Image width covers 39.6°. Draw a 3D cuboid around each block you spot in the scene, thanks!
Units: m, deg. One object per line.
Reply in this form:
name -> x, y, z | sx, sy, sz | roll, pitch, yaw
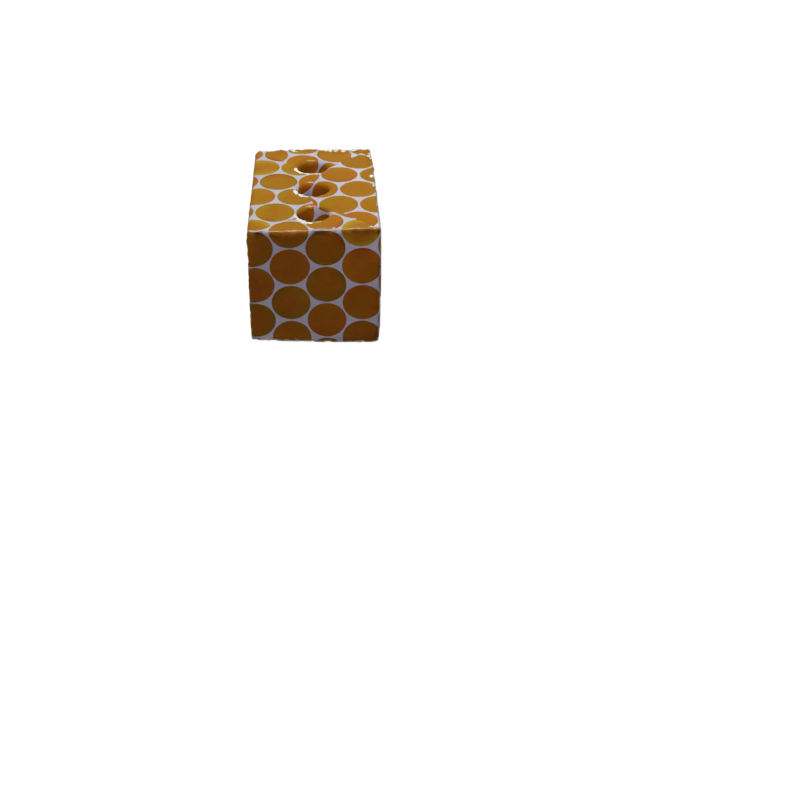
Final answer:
block -> -0.036, -0.066, 0.464 | 0.052, 0.048, 0.083 | -1, 33, -4
